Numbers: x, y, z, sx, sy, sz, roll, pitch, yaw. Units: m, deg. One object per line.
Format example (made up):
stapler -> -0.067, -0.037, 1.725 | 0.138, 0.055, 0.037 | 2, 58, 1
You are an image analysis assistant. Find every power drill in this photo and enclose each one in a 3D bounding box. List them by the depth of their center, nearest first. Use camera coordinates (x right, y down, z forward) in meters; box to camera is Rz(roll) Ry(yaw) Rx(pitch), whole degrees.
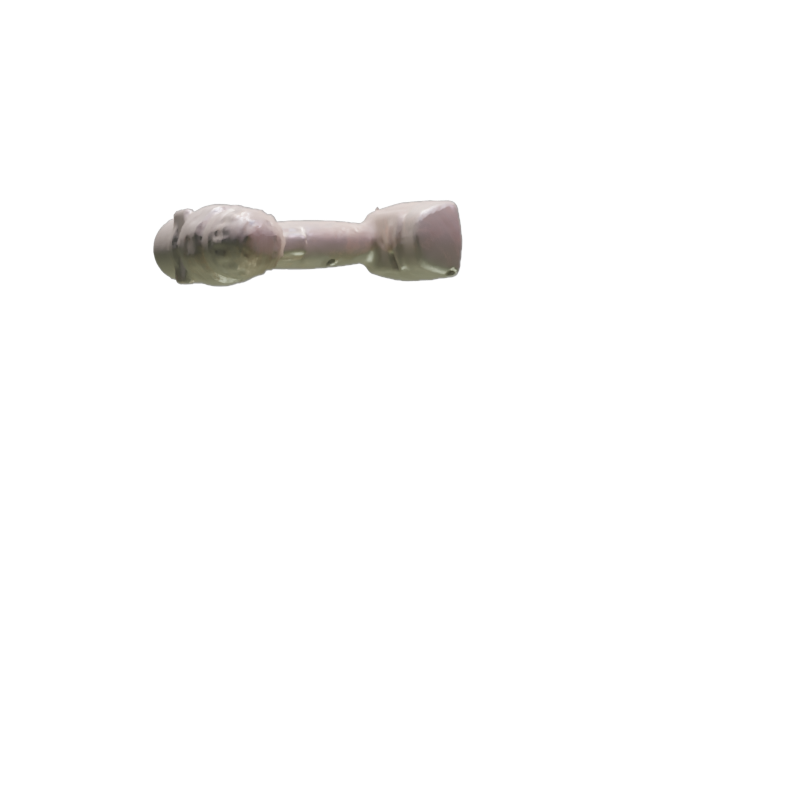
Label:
power drill -> -0.058, -0.105, 0.735 | 0.183, 0.057, 0.191 | -3, 8, -24
